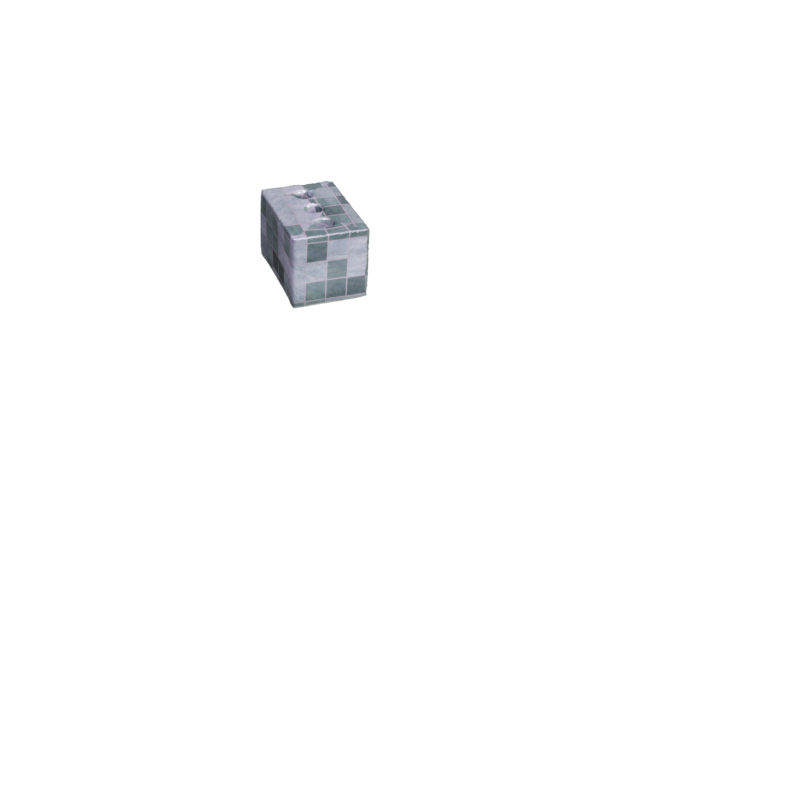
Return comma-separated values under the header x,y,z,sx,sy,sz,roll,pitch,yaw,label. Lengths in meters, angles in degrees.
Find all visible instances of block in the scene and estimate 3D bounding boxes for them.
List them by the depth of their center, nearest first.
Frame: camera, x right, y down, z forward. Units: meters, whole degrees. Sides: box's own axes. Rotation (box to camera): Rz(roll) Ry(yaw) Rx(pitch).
x,y,z,sx,sy,sz,roll,pitch,yaw,label
-0.057,-0.104,0.730,0.052,0.048,0.084,-10,35,-18,block
